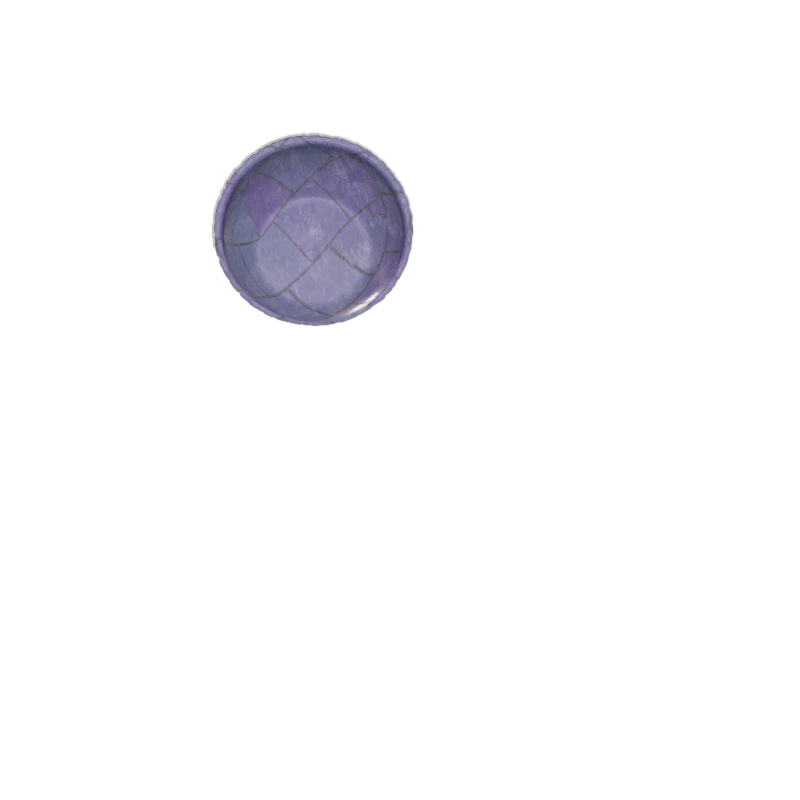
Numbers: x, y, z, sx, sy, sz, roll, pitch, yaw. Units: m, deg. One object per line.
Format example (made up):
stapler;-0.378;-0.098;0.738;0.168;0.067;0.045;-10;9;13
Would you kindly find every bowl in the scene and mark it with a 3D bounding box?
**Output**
bowl;-0.068;-0.125;0.872;0.162;0.155;0.057;0;19;-1
